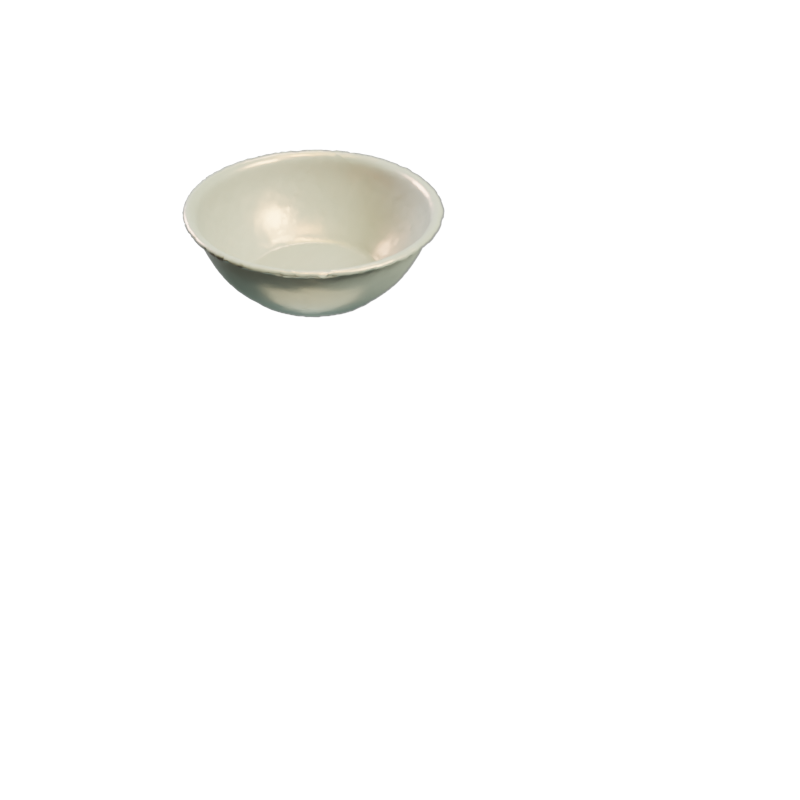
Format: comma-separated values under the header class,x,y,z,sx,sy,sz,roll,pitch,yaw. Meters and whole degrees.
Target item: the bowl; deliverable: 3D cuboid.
class,x,y,z,sx,sy,sz,roll,pitch,yaw
bowl,-0.055,-0.100,0.700,0.162,0.052,0.173,-1,36,-2
